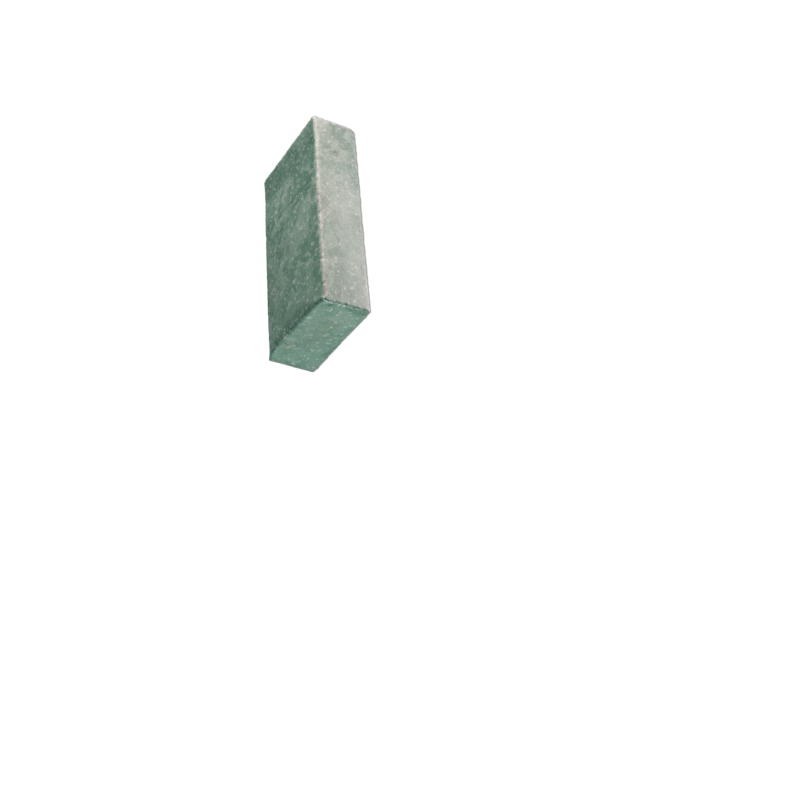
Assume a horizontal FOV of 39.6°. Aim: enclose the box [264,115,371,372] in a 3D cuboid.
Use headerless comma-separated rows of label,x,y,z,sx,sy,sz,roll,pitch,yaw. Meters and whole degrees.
box,-0.066,-0.121,0.847,0.046,0.189,0.091,17,-39,-26
